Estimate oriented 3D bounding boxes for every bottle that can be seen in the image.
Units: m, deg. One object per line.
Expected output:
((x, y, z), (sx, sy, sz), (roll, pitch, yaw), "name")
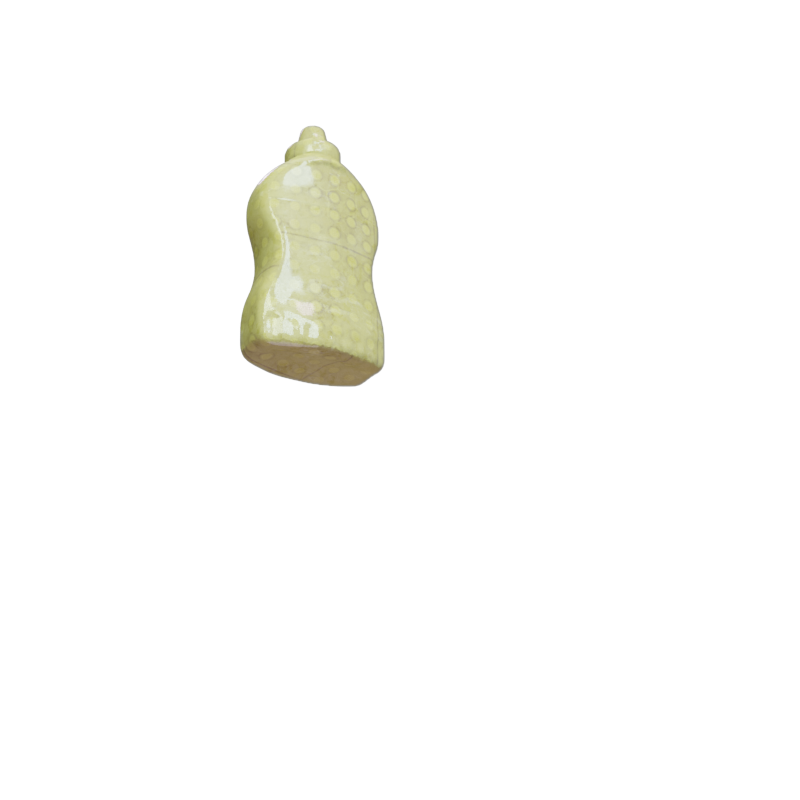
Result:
((-0.060, -0.110, 0.769), (0.092, 0.204, 0.057), (13, -33, -25), "bottle")
